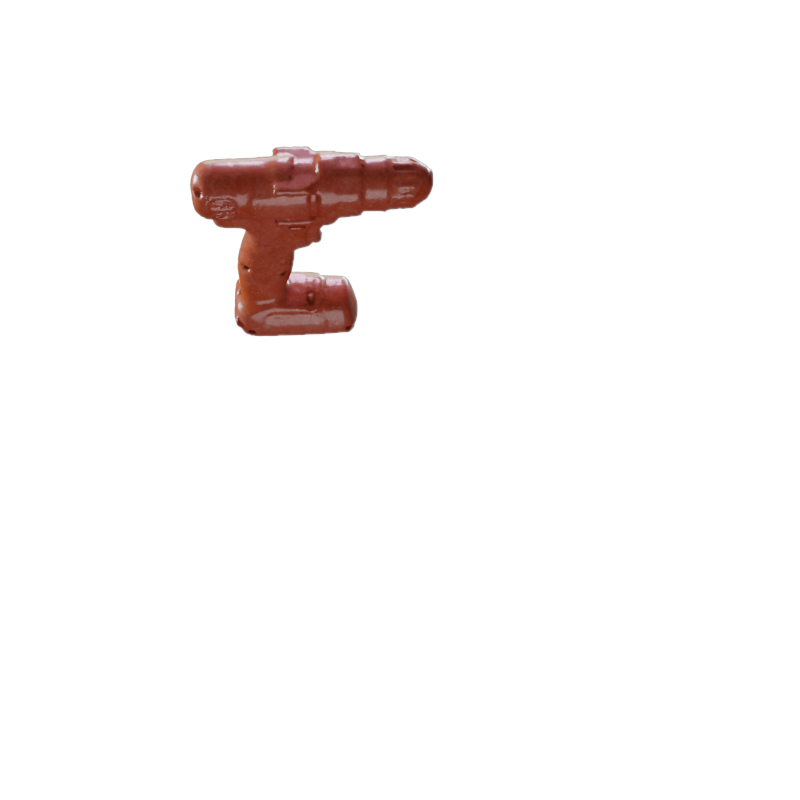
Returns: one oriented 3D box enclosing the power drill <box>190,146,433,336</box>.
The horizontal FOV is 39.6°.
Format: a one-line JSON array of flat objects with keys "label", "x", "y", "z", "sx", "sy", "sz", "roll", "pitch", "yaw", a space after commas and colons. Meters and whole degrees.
[{"label": "power drill", "x": -0.070, "y": -0.128, "z": 0.897, "sx": 0.184, "sy": 0.061, "sz": 0.175, "roll": 0, "pitch": -37, "yaw": -1}]
